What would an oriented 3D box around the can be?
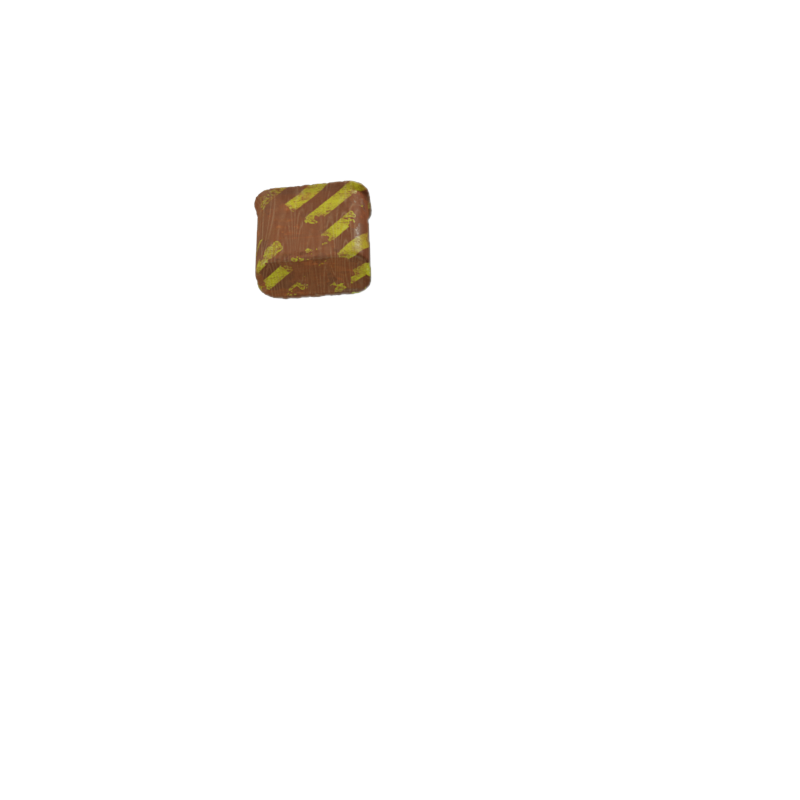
[{"bbox_3d":[-0.075,-0.136,0.950,0.102,0.090,0.053,-5,-38,5],"label":"can"}]
